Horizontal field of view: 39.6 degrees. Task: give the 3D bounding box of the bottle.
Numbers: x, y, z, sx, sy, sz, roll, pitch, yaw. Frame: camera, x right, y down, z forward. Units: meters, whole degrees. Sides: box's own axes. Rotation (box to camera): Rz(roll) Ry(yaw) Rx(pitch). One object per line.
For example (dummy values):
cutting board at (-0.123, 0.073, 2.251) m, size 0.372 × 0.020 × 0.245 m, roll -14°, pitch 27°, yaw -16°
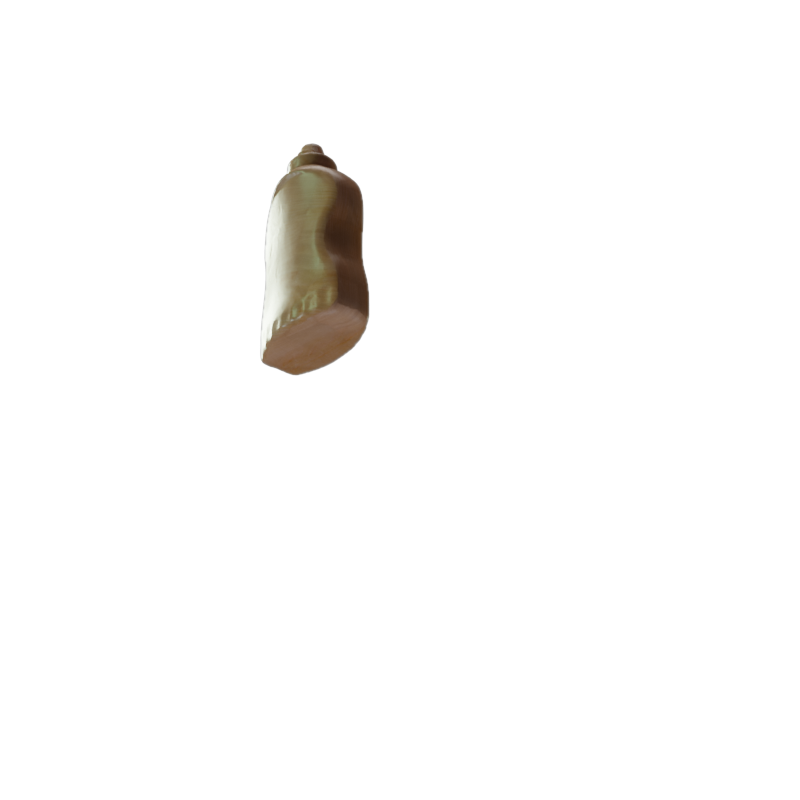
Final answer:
bottle at (-0.067, -0.122, 0.851) m, size 0.055 × 0.205 × 0.094 m, roll 22°, pitch -42°, yaw -31°
